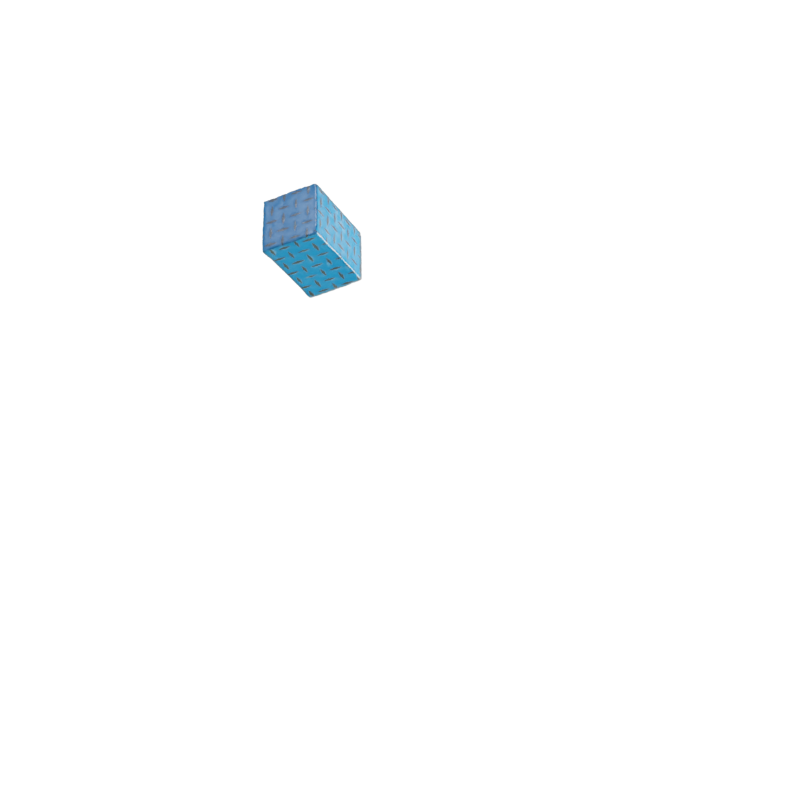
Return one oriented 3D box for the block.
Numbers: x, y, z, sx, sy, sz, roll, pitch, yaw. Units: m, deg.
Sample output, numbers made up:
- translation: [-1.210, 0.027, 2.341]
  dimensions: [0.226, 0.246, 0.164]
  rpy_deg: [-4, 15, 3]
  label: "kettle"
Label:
- translation: [-0.072, -0.131, 0.915]
  dimensions: [0.053, 0.055, 0.072]
  rpy_deg: [-17, -36, 22]
  label: "block"
